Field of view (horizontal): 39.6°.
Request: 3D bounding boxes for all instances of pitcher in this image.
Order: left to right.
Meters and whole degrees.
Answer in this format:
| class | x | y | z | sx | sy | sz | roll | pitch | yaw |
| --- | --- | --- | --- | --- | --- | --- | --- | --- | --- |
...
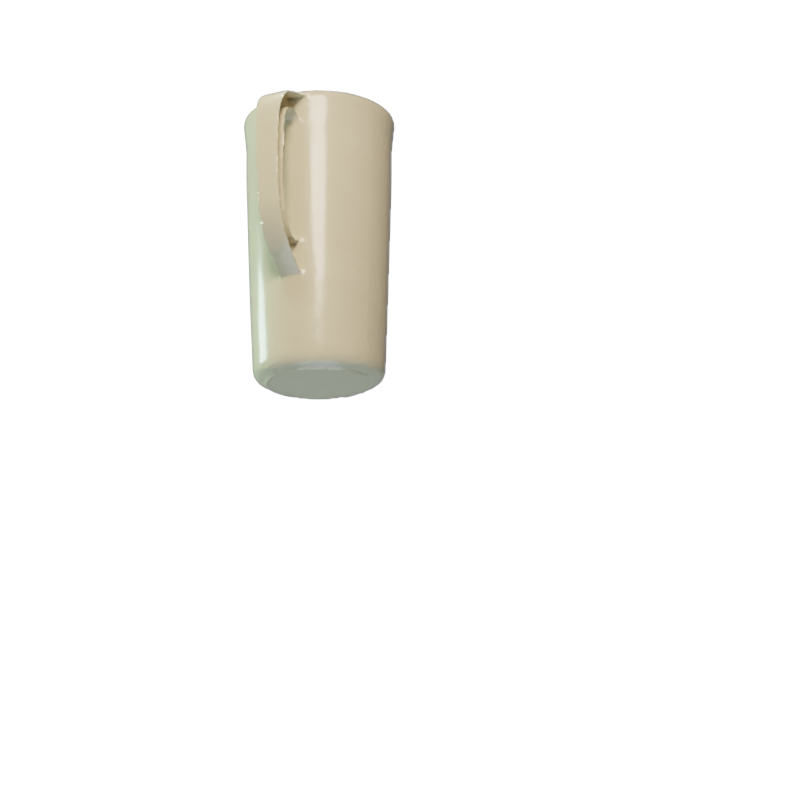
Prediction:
| class | x | y | z | sx | sy | sz | roll | pitch | yaw |
| --- | --- | --- | --- | --- | --- | --- | --- | --- | --- |
| pitcher | -0.073 | -0.133 | 0.932 | 0.144 | 0.255 | 0.143 | 8 | -23 | -24 |
